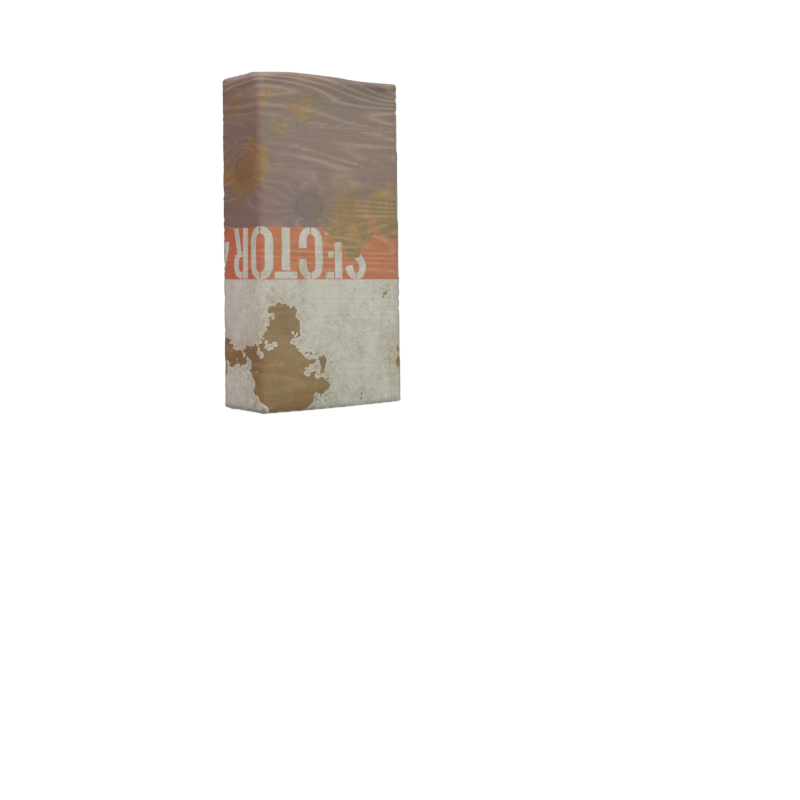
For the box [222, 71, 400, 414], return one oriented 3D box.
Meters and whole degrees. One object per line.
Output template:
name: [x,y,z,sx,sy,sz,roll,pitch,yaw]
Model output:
box: [-0.047,-0.086,0.600,0.090,0.176,0.050,-2,2,-36]
